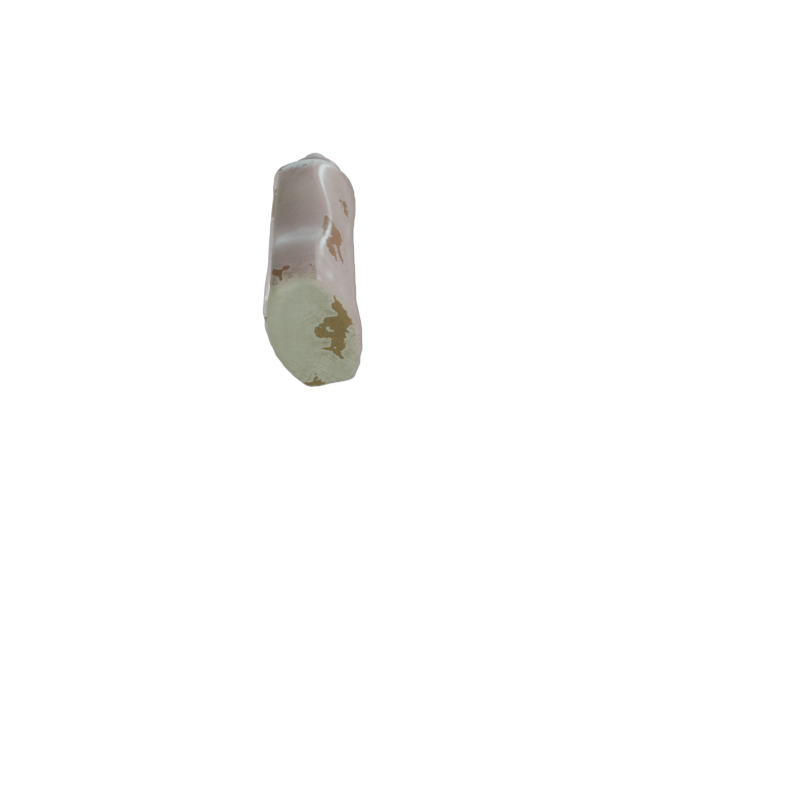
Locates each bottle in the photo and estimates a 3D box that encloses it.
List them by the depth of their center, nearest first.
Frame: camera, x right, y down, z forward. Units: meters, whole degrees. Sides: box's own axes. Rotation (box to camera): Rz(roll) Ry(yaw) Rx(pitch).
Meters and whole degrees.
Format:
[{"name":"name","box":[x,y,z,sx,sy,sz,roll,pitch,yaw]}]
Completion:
[{"name":"bottle","box":[-0.059,-0.108,0.756,0.059,0.089,0.206,-13,42,8]}]
